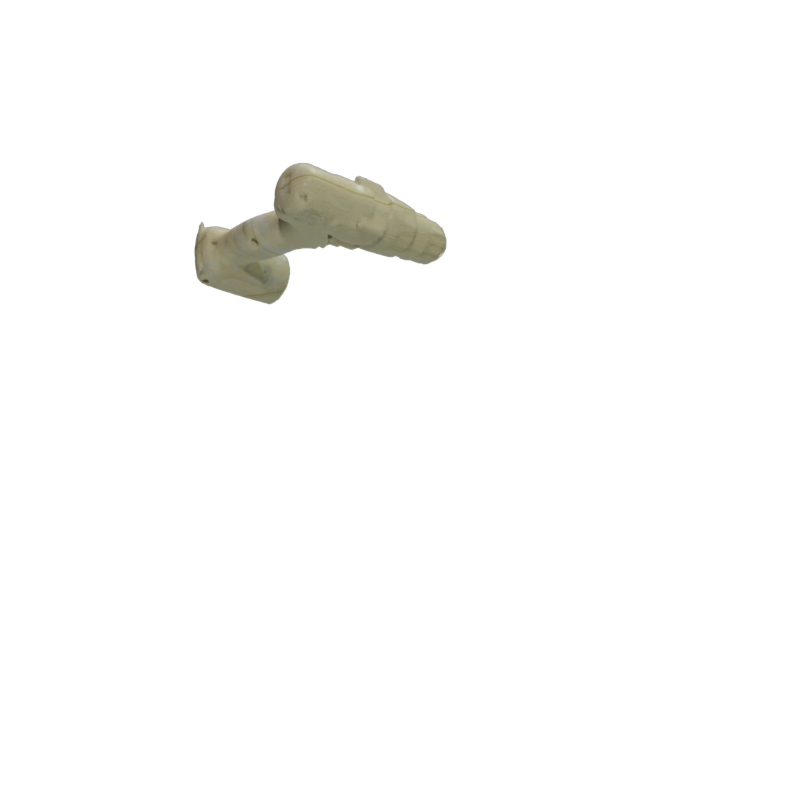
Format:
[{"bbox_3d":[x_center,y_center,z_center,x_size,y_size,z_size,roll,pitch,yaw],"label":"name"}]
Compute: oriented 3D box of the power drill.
[{"bbox_3d":[-0.077,-0.141,0.984,0.189,0.060,0.173,-19,-28,41],"label":"power drill"}]
